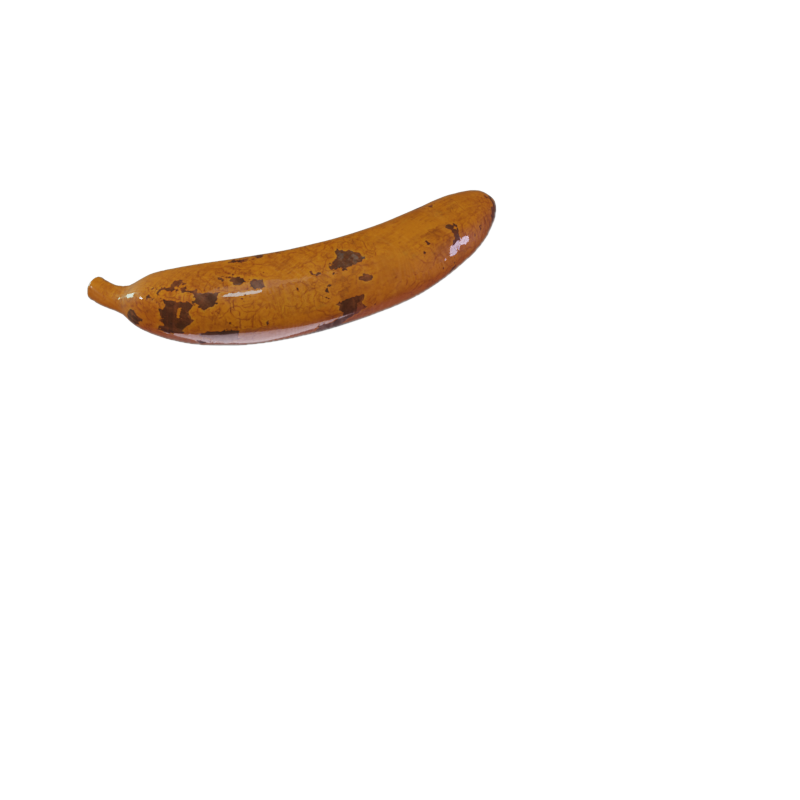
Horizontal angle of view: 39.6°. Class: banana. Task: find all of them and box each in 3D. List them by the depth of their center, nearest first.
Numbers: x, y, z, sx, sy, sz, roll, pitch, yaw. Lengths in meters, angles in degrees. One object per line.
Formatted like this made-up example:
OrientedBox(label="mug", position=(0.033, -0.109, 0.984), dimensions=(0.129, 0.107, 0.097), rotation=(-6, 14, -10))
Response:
OrientedBox(label="banana", position=(-0.036, -0.059, 0.491), dimensions=(0.195, 0.034, 0.075), rotation=(-13, 42, -15))
